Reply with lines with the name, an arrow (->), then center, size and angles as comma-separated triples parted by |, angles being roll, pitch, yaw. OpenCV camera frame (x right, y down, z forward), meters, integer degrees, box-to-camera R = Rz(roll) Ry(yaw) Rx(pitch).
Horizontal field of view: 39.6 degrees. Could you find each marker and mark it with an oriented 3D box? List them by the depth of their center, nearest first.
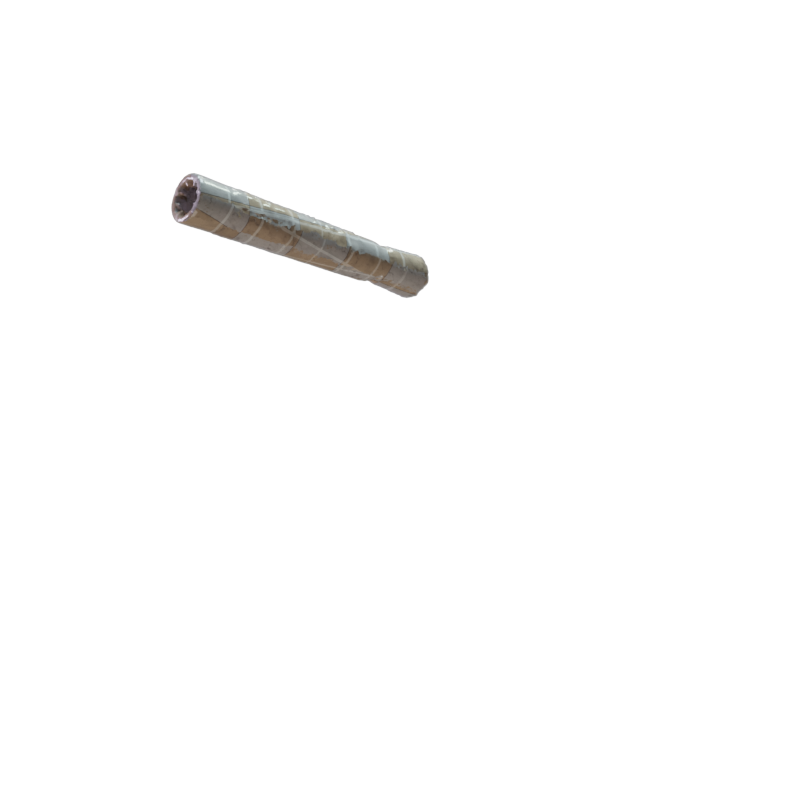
marker -> -0.034, -0.062, 0.431 | 0.114, 0.020, 0.021 | 14, -6, -39
